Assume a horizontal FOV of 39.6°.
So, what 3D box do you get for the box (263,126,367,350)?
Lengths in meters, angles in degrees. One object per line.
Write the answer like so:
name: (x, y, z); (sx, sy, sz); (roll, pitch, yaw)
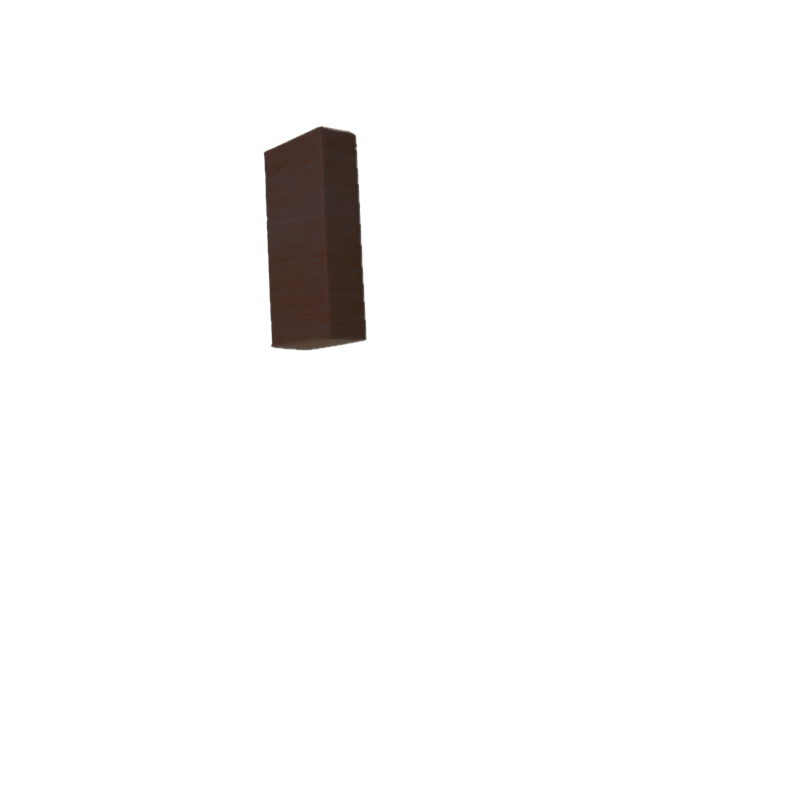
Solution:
box: (-0.073, -0.134, 0.936); (0.046, 0.181, 0.095); (7, -12, -36)
